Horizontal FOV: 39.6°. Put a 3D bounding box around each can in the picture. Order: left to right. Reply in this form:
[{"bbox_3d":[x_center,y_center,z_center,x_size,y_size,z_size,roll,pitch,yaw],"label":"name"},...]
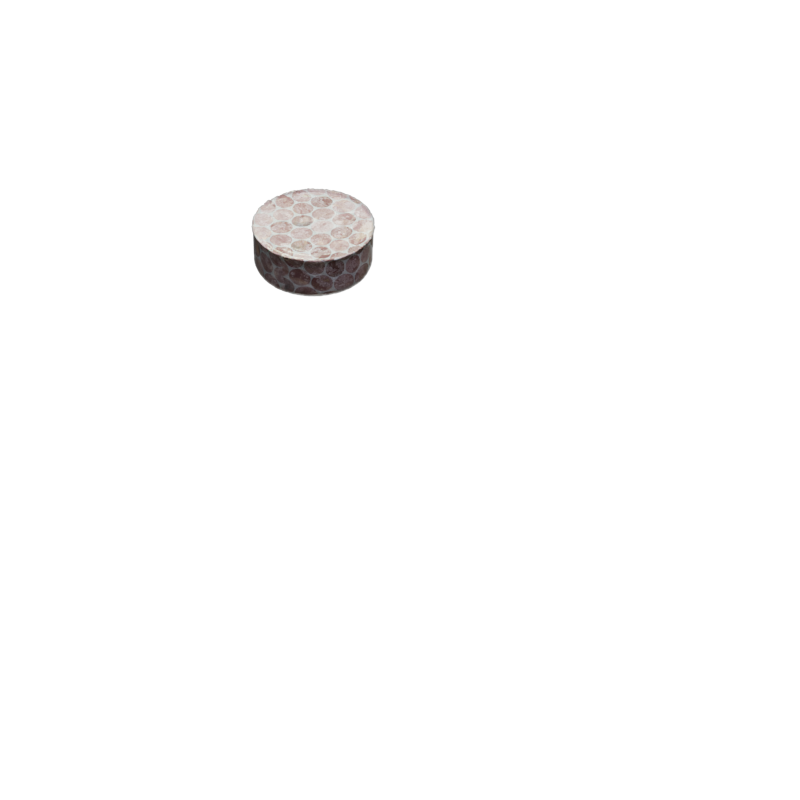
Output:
[{"bbox_3d":[-0.061,-0.111,0.780,0.086,0.031,0.092,-1,42,-2],"label":"can"}]
